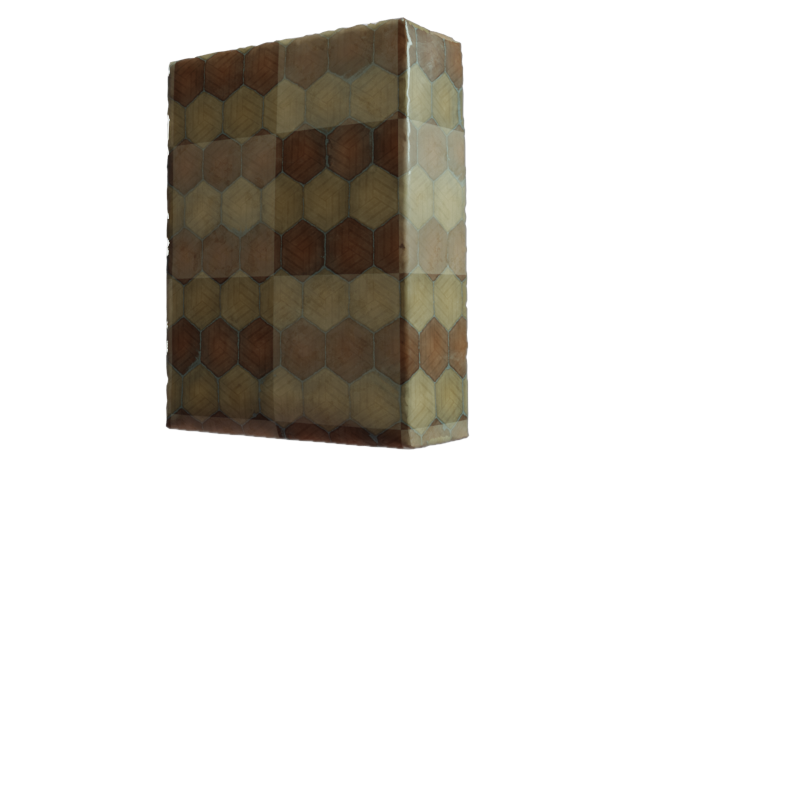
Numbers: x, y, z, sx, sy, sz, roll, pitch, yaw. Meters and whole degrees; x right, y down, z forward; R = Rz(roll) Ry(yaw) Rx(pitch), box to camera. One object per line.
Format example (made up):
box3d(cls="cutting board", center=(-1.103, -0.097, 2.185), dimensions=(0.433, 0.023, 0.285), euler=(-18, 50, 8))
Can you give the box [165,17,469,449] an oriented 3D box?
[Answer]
box3d(cls="box", center=(-0.048, -0.087, 0.612), dimensions=(0.170, 0.216, 0.069), euler=(-1, -3, 34))
